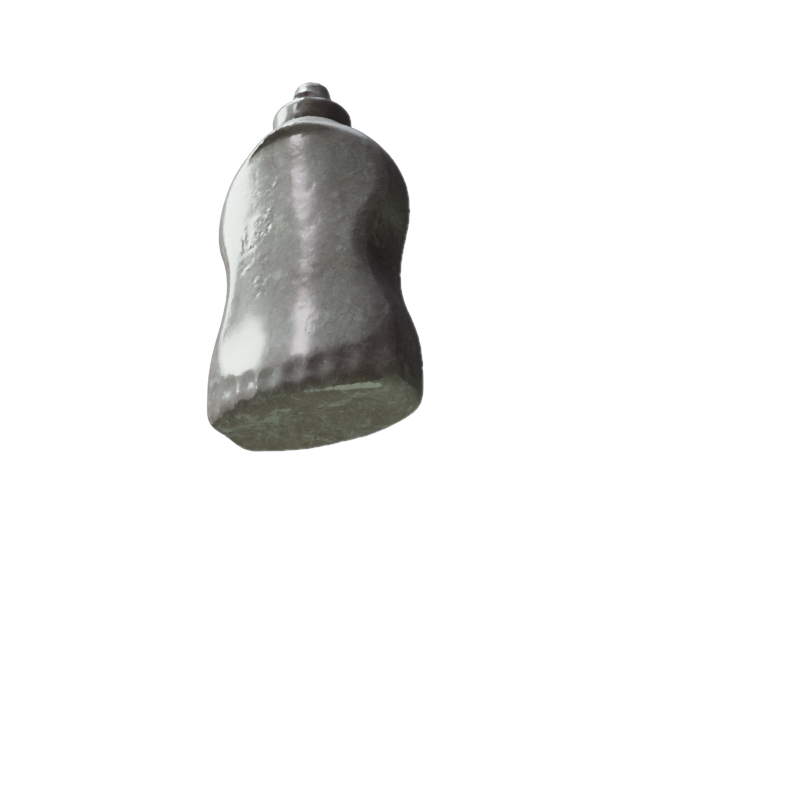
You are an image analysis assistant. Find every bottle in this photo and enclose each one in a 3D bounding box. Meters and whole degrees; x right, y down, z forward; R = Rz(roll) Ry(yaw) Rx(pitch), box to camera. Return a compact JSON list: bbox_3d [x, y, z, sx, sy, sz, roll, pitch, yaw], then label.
[{"bbox_3d":[-0.042,-0.076,0.534,0.097,0.205,0.054,-17,-35,23],"label":"bottle"}]
